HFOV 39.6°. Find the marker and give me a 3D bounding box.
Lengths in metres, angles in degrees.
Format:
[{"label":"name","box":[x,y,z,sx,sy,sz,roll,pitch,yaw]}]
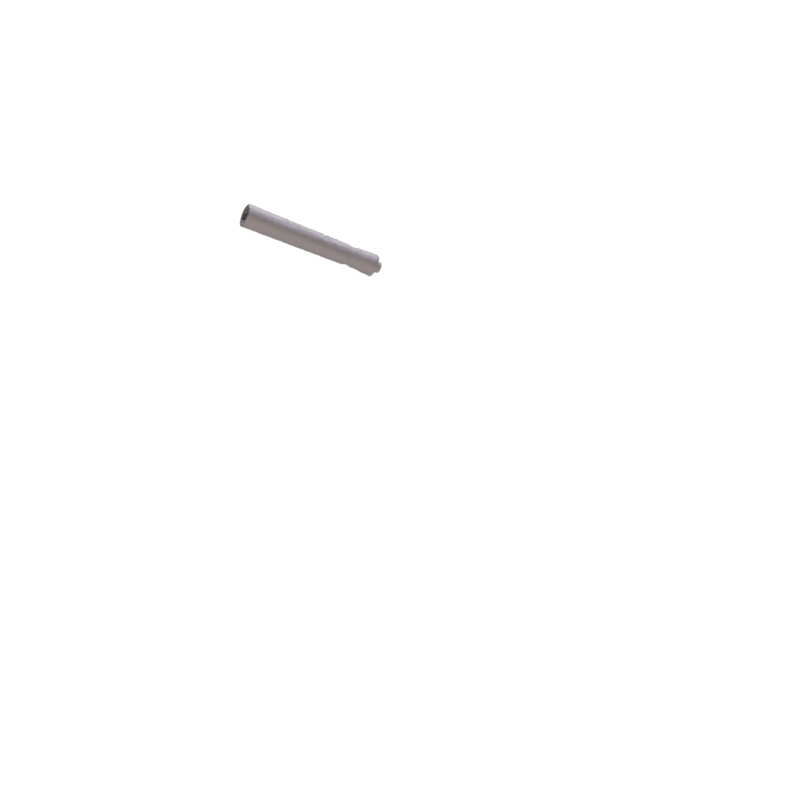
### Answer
[{"label":"marker","box":[-0.069,-0.125,0.877,0.116,0.020,0.020,19,-3,-19]}]
